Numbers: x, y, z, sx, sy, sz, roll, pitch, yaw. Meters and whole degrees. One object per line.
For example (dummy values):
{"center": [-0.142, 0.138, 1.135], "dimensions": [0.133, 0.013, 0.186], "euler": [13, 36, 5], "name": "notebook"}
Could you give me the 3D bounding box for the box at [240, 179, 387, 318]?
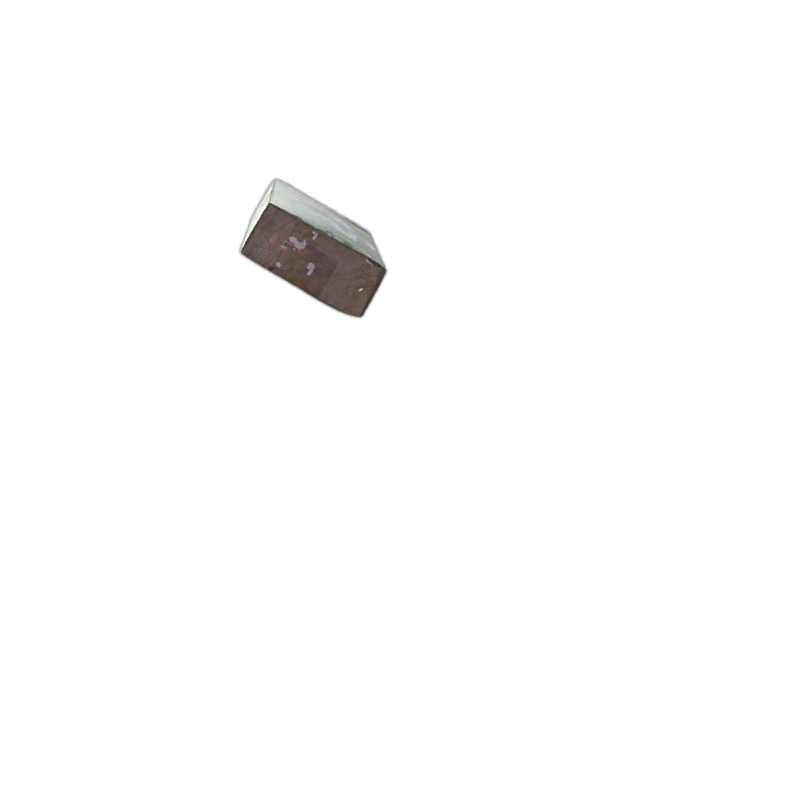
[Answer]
{"center": [-0.063, -0.116, 0.807], "dimensions": [0.091, 0.047, 0.183], "euler": [29, 14, -11], "name": "box"}
